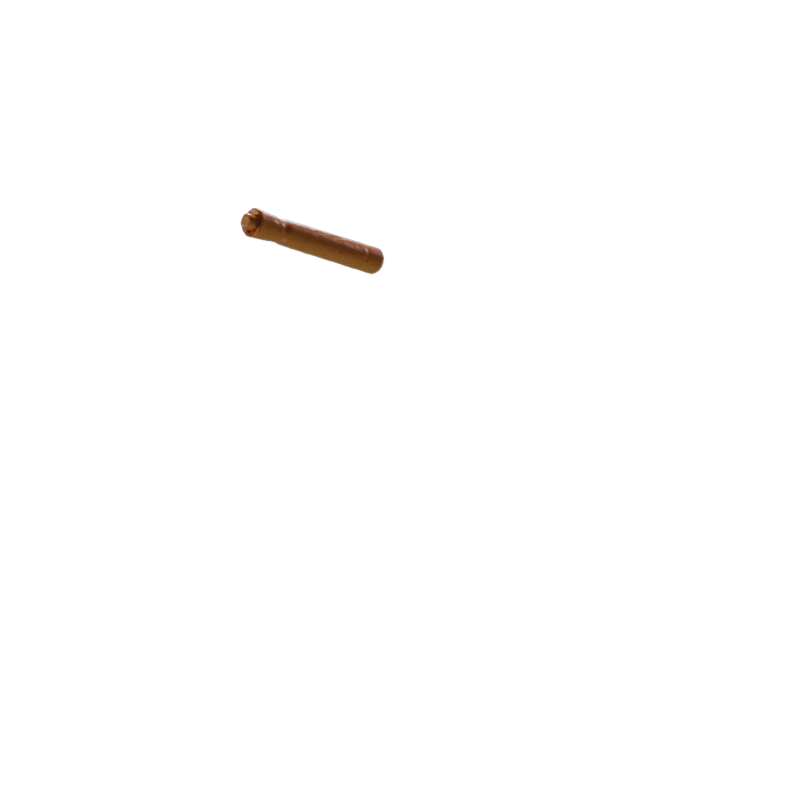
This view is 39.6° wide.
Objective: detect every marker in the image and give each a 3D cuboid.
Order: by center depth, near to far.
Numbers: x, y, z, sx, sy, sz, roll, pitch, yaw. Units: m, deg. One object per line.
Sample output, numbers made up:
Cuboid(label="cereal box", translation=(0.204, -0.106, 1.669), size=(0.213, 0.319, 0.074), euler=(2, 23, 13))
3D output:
Cuboid(label="marker", translation=(-0.057, -0.103, 0.724), size=(0.021, 0.020, 0.114), euler=(4, -5, 44))
